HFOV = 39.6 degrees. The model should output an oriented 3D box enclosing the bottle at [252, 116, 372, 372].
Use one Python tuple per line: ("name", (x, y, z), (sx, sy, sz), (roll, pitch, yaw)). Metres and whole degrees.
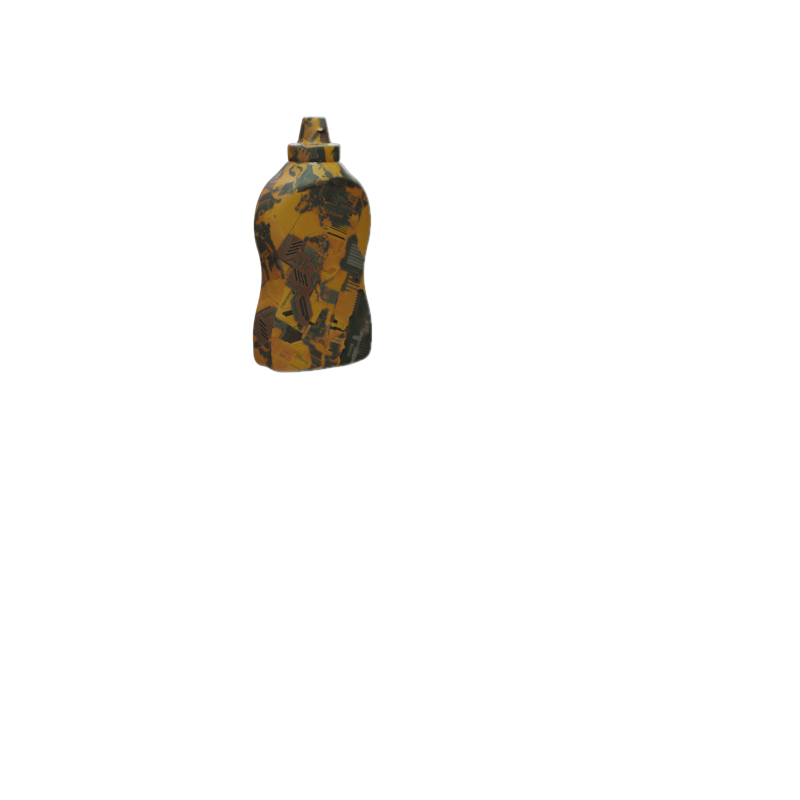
("bottle", (-0.067, -0.122, 0.855), (0.093, 0.188, 0.061), (-5, 10, -33))
